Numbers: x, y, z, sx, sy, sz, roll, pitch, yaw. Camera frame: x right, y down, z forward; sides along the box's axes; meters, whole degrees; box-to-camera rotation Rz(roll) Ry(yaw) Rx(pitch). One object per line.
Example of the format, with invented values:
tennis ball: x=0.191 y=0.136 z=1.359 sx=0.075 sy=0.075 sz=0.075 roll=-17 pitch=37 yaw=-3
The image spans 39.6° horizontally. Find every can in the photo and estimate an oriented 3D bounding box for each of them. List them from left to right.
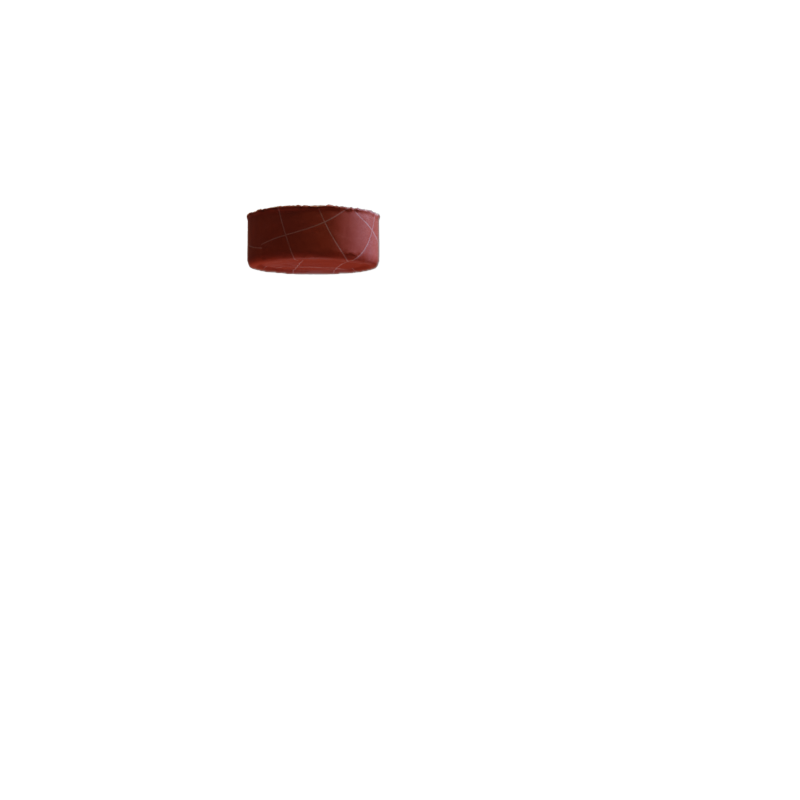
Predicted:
can: x=-0.056 y=-0.101 z=0.709 sx=0.086 sy=0.034 sz=0.085 roll=0 pitch=-1 yaw=-2
